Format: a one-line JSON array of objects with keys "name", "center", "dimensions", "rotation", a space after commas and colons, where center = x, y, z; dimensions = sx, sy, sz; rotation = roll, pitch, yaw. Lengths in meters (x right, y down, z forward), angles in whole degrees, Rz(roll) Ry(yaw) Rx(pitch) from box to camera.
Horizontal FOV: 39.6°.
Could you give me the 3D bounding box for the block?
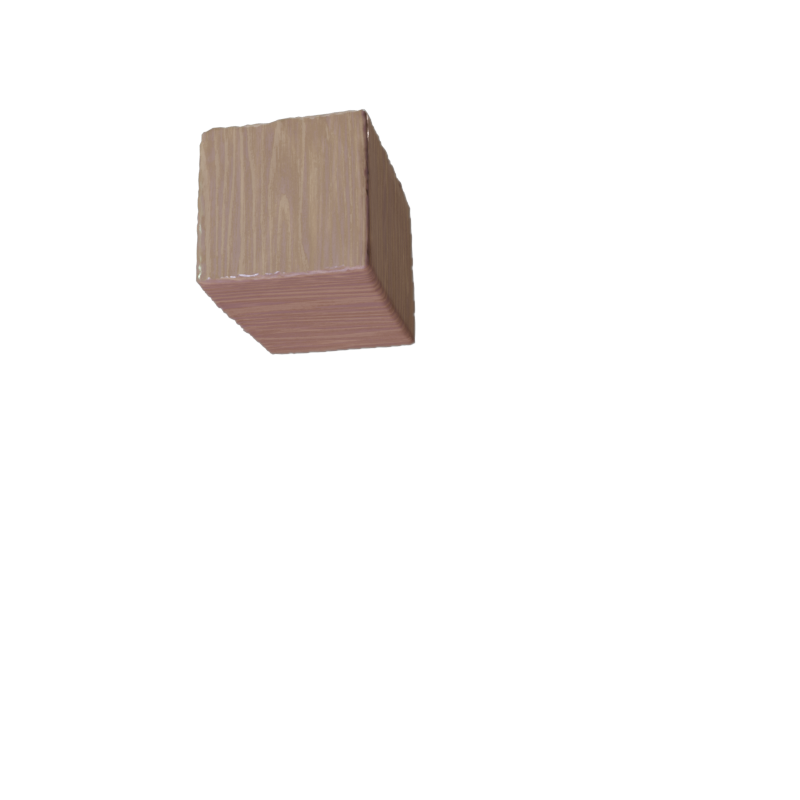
[{"name": "block", "center": [-0.028, -0.050, 0.353], "dimensions": [0.053, 0.054, 0.074], "rotation": [-4, -17, 11]}]
